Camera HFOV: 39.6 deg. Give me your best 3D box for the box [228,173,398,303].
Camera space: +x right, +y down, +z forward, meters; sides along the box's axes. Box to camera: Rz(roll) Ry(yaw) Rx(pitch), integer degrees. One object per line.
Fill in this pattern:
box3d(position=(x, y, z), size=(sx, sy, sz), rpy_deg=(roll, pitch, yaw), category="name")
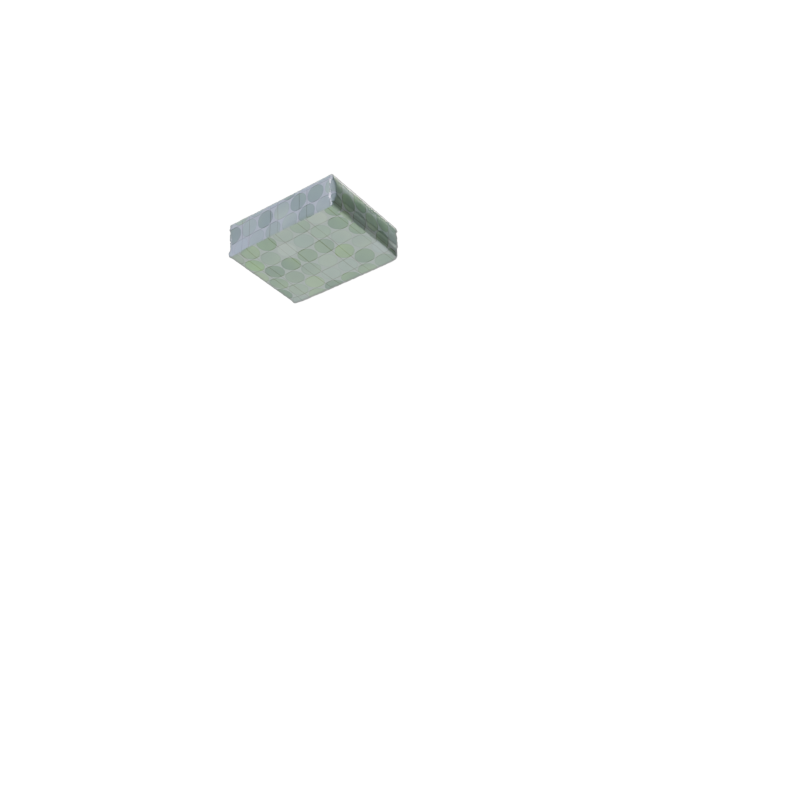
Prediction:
box3d(position=(-0.072, -0.131, 0.921), size=(0.114, 0.042, 0.083), rpy_deg=(-23, -41, 29), category="box")
